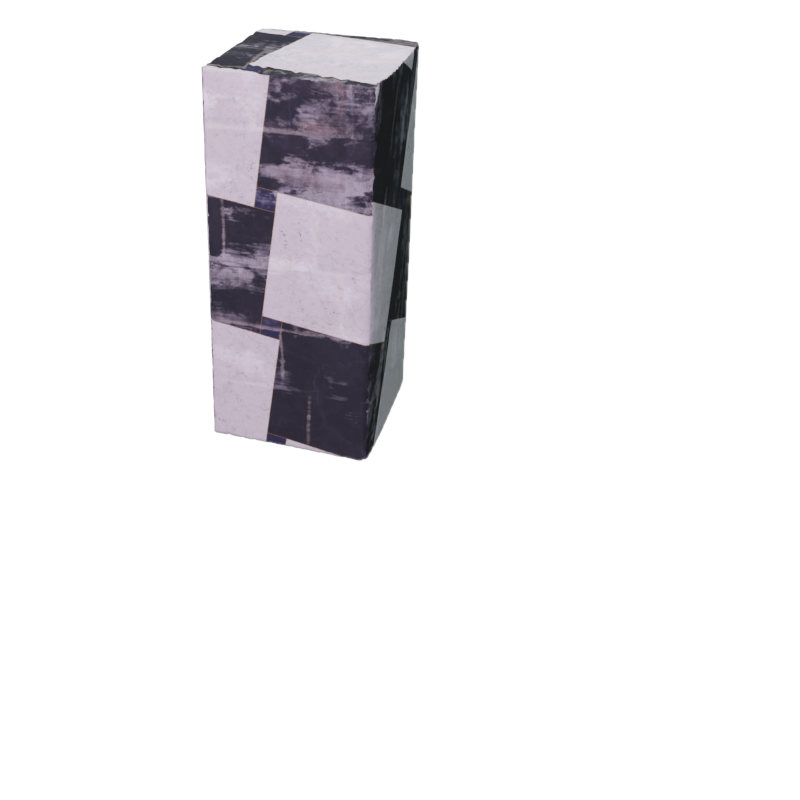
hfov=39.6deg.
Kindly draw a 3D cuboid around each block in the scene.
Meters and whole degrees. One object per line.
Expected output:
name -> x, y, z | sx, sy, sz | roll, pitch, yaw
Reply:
block -> -0.046, -0.085, 0.595 | 0.093, 0.195, 0.093 | 9, 28, 13
